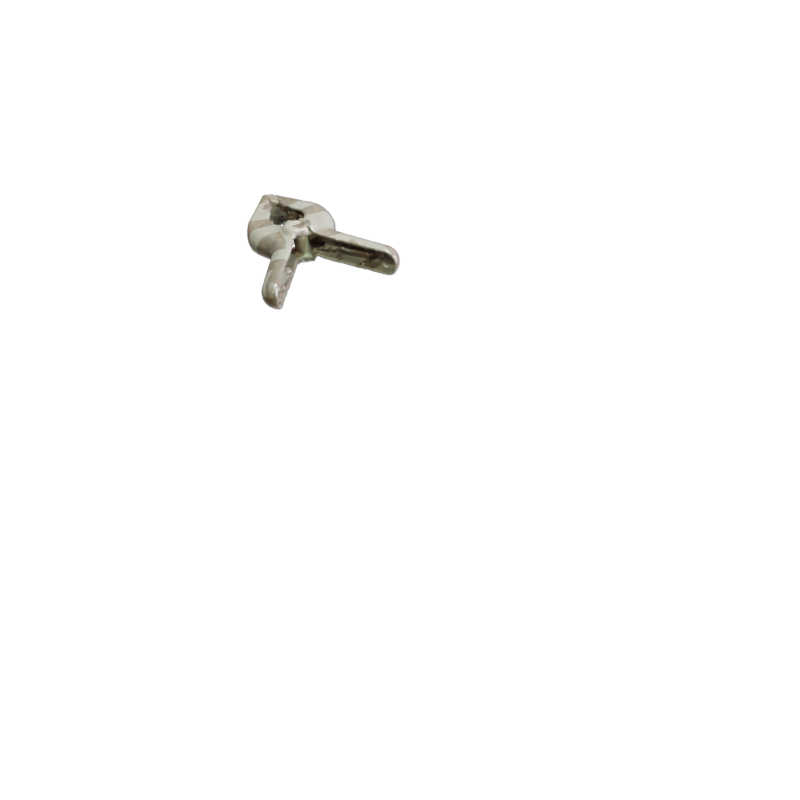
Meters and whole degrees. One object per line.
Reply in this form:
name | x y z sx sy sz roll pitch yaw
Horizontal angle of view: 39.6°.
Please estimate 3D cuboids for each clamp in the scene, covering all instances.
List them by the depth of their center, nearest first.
clamp | -0.076 -0.139 0.971 0.118 0.037 0.185 -9 36 -13
